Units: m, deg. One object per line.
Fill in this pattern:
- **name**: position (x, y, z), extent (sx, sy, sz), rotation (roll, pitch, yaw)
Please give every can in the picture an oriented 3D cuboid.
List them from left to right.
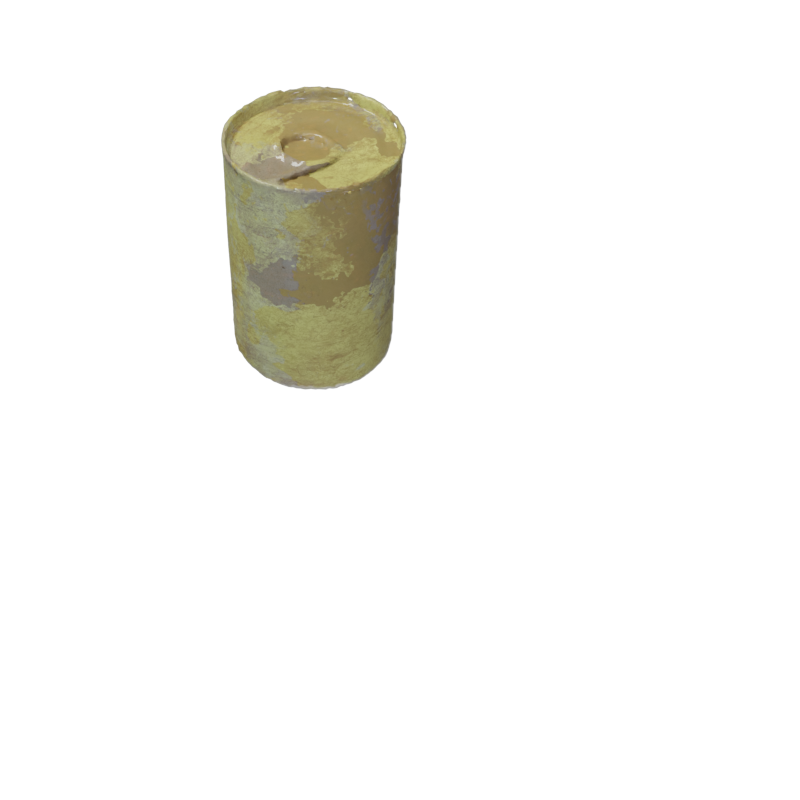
- **can**: position (-0.034, -0.062, 0.438), extent (0.068, 0.095, 0.074), rotation (0, 43, -3)
